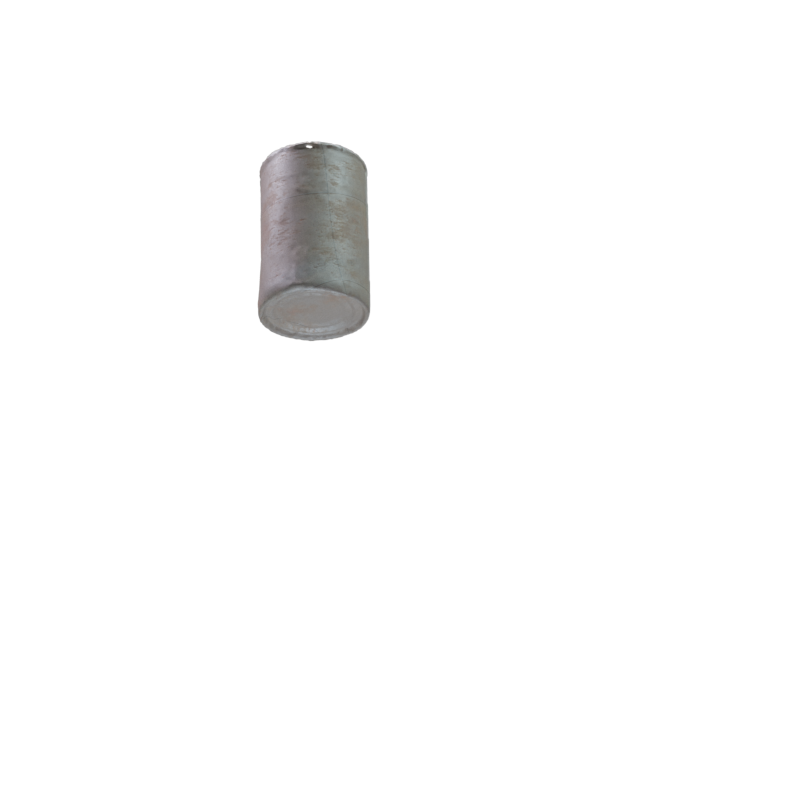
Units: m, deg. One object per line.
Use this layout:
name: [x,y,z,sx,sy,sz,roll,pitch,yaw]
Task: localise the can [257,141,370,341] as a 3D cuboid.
can: [-0.052,-0.096,0.670,0.068,0.109,0.064,0,-28,-2]
